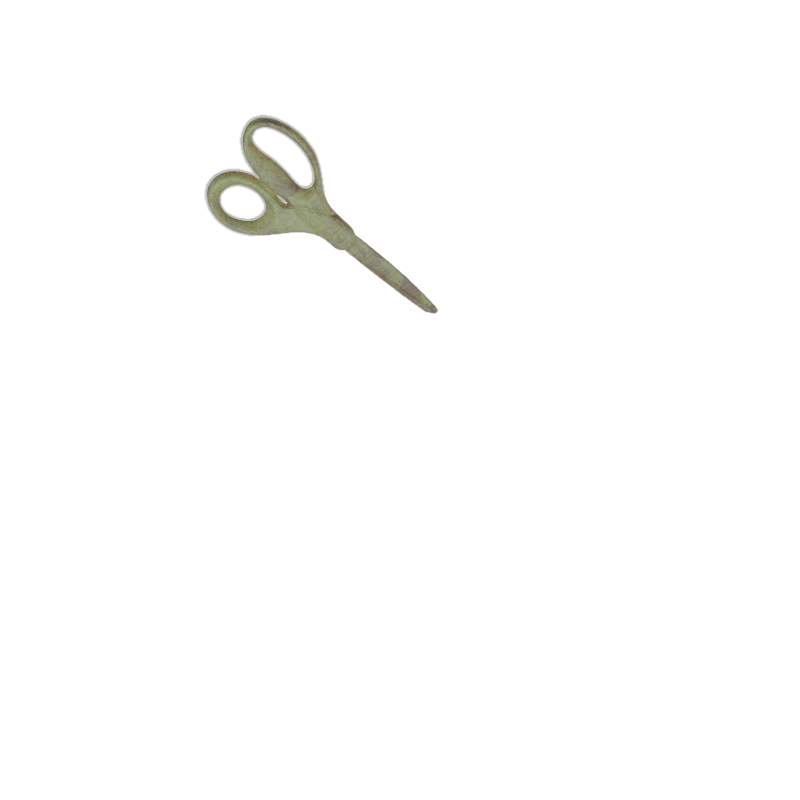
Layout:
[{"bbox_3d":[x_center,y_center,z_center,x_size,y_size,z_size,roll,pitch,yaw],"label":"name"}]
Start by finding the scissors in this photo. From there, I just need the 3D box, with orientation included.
[{"bbox_3d":[-0.064,-0.117,0.822,0.096,0.192,0.017,-31,20,13],"label":"scissors"}]
